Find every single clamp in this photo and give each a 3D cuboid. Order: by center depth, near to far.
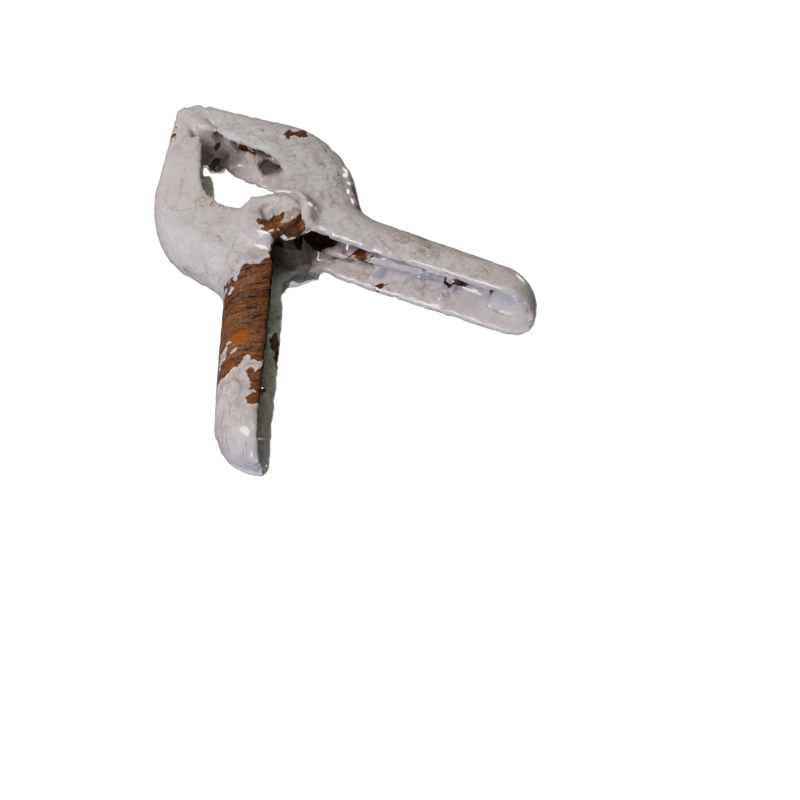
[{"bbox_3d":[-0.033,-0.060,0.418,0.119,0.185,0.036,-17,-38,-14],"label":"clamp"}]
